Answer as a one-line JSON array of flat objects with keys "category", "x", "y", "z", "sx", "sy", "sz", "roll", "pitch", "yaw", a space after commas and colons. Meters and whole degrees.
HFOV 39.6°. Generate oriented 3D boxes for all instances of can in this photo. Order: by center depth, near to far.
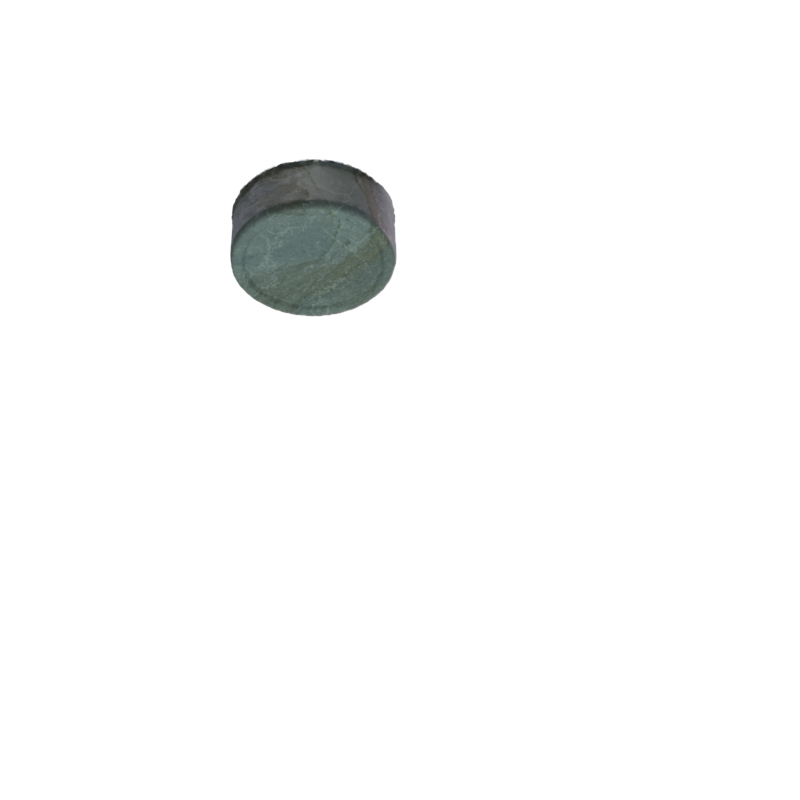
[{"category": "can", "x": -0.045, "y": -0.081, "z": 0.570, "sx": 0.086, "sy": 0.036, "sz": 0.080, "roll": 1, "pitch": -39, "yaw": -2}]
